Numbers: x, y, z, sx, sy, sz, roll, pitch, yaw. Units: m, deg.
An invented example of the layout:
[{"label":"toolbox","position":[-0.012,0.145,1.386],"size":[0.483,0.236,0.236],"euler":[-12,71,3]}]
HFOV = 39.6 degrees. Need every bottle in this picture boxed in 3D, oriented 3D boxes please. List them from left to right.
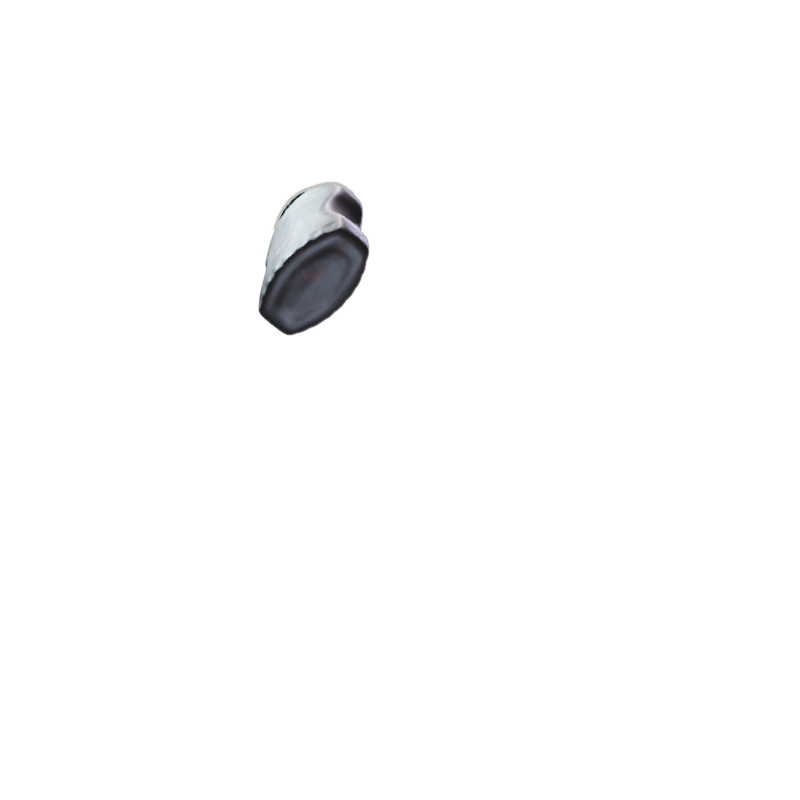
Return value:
[{"label":"bottle","position":[-0.071,-0.130,0.913],"size":[0.056,0.095,0.202],"euler":[38,18,-20]}]
